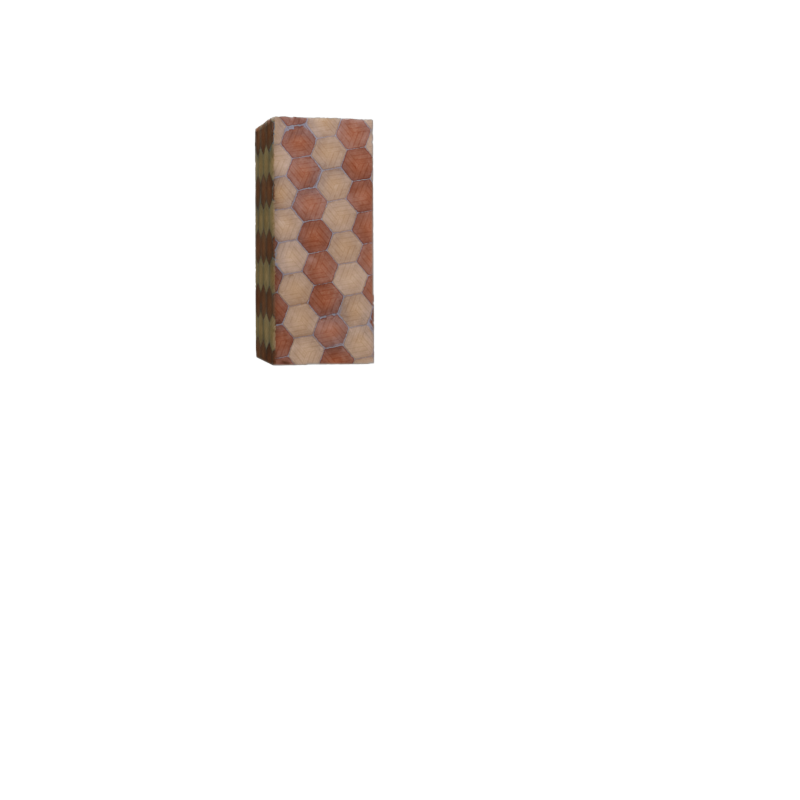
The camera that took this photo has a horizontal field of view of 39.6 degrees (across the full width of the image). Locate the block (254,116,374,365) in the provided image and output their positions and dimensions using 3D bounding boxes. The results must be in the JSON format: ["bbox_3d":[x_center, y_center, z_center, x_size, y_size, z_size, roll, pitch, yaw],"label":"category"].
[{"bbox_3d":[-0.076,-0.138,0.966,0.088,0.206,0.092,0,0,-15],"label":"block"}]
